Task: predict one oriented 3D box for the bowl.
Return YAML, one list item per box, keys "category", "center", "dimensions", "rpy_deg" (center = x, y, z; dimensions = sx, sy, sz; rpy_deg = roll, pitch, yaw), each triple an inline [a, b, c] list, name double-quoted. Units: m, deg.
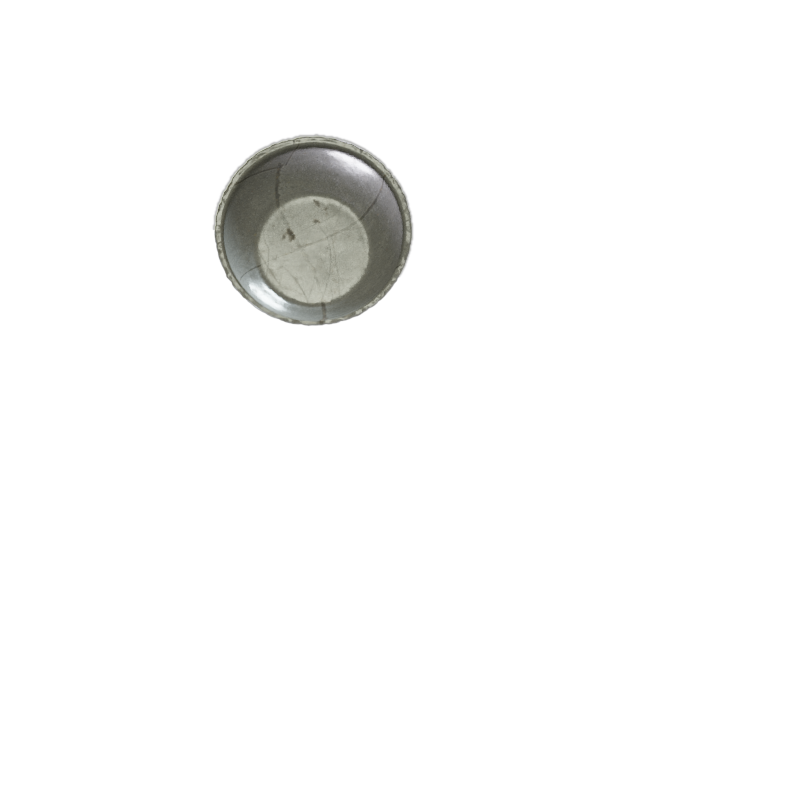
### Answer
- category: "bowl"
  center: [-0.069, -0.126, 0.883]
  dimensions: [0.162, 0.156, 0.057]
  rpy_deg: [0, 18, -1]
